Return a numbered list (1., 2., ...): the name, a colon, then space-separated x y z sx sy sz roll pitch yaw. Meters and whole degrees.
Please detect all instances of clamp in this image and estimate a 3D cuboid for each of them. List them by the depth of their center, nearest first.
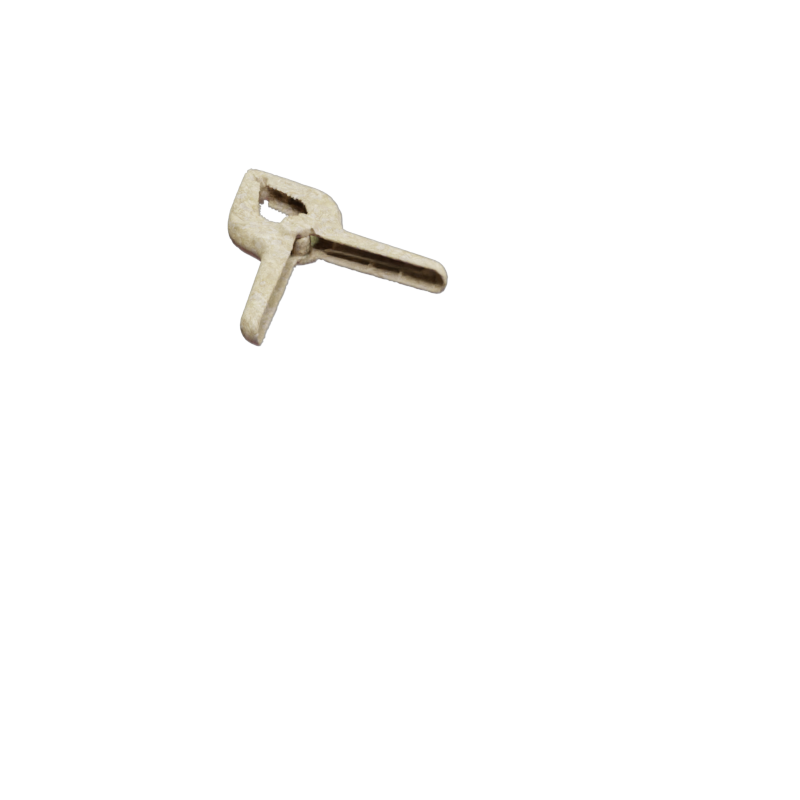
1. clamp: -0.069 -0.126 0.883 0.162 0.034 0.227 -12 40 -15
